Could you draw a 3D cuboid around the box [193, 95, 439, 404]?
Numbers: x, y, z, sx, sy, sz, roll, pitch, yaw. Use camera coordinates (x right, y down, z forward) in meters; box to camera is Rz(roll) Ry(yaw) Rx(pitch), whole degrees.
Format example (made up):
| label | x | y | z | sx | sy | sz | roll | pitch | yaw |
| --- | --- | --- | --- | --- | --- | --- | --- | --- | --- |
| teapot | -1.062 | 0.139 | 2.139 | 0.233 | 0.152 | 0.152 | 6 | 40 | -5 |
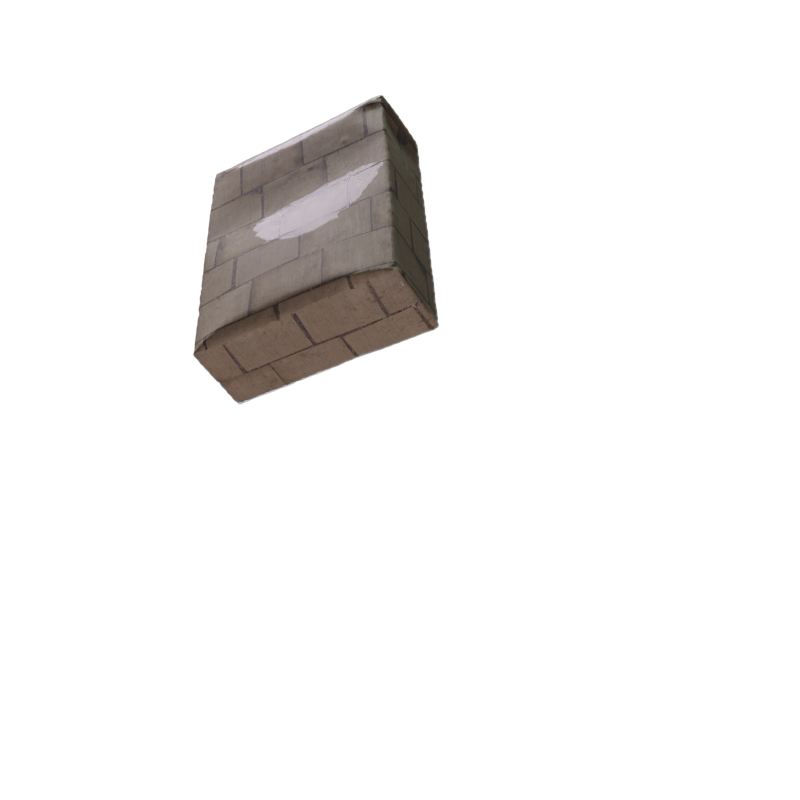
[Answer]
| label | x | y | z | sx | sy | sz | roll | pitch | yaw |
| --- | --- | --- | --- | --- | --- | --- | --- | --- | --- |
| box | -0.066 | -0.120 | 0.841 | 0.165 | 0.230 | 0.066 | -22 | -47 | 18 |
